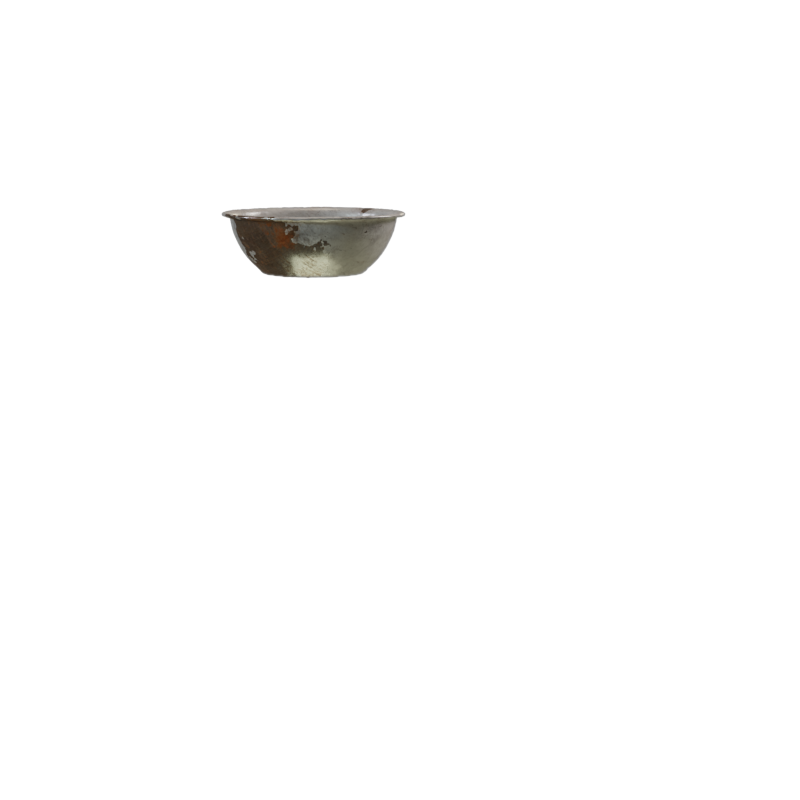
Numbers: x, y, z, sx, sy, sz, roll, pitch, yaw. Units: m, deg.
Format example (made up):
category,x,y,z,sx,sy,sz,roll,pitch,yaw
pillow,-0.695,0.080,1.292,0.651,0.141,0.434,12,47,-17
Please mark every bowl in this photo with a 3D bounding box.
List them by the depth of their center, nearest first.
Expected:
category,x,y,z,sx,sy,sz,roll,pitch,yaw
bowl,-0.077,-0.140,0.980,0.162,0.054,0.166,0,11,-2
